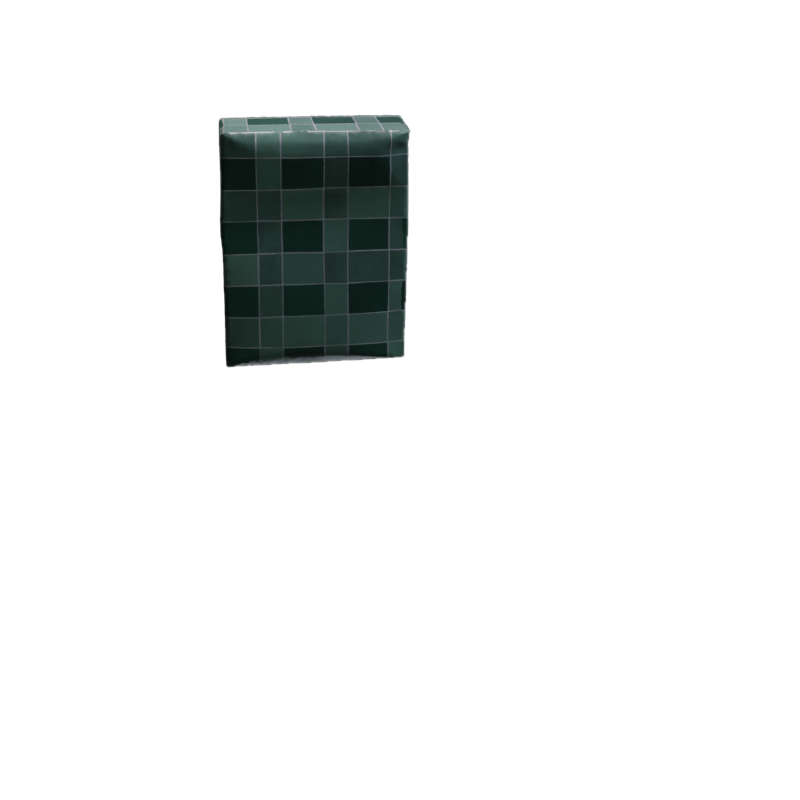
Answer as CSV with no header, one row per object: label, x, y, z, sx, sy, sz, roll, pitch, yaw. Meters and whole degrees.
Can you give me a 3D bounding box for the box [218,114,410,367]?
box,-0.077,-0.140,0.981,0.163,0.205,0.076,-2,20,-6
